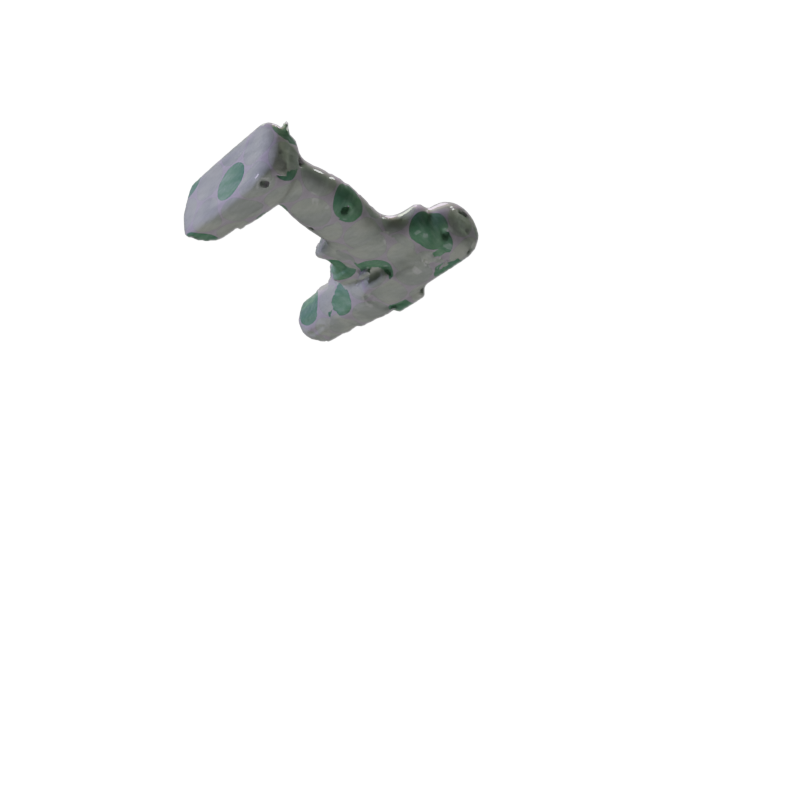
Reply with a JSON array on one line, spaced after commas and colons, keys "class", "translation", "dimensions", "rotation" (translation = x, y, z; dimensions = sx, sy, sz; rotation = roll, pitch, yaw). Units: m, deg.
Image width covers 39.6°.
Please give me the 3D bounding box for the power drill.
[{"class": "power drill", "translation": [-0.065, -0.119, 0.830], "dimensions": [0.177, 0.061, 0.183], "rotation": [25, -41, -33]}]
